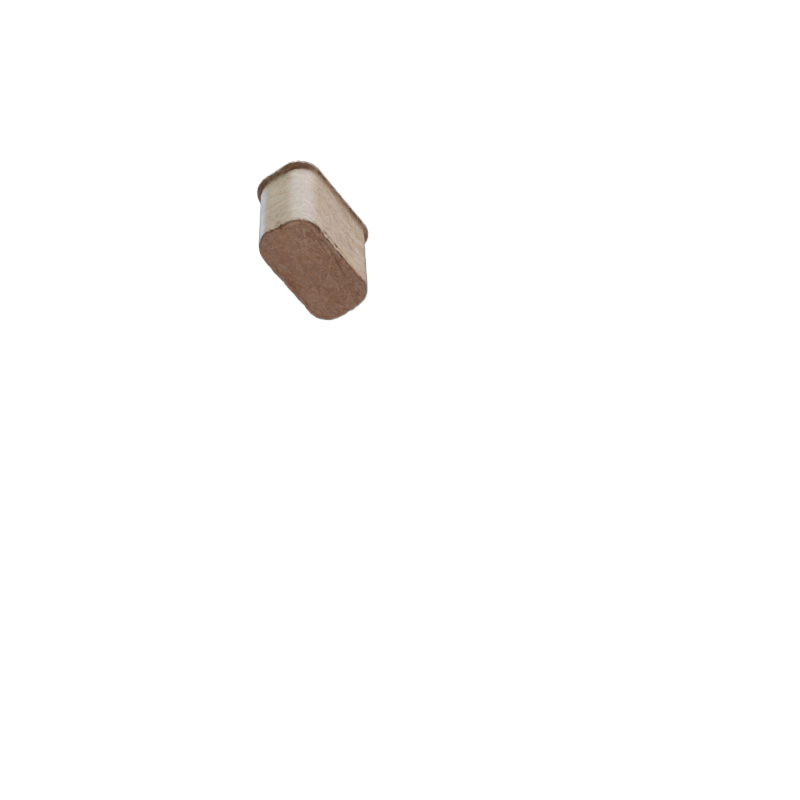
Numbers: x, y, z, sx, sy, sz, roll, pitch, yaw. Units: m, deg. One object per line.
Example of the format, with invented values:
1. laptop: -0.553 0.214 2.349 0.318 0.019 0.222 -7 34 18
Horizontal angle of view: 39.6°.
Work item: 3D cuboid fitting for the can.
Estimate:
1. can: -0.068 -0.125 0.874 0.057 0.095 0.090 -30 33 19
